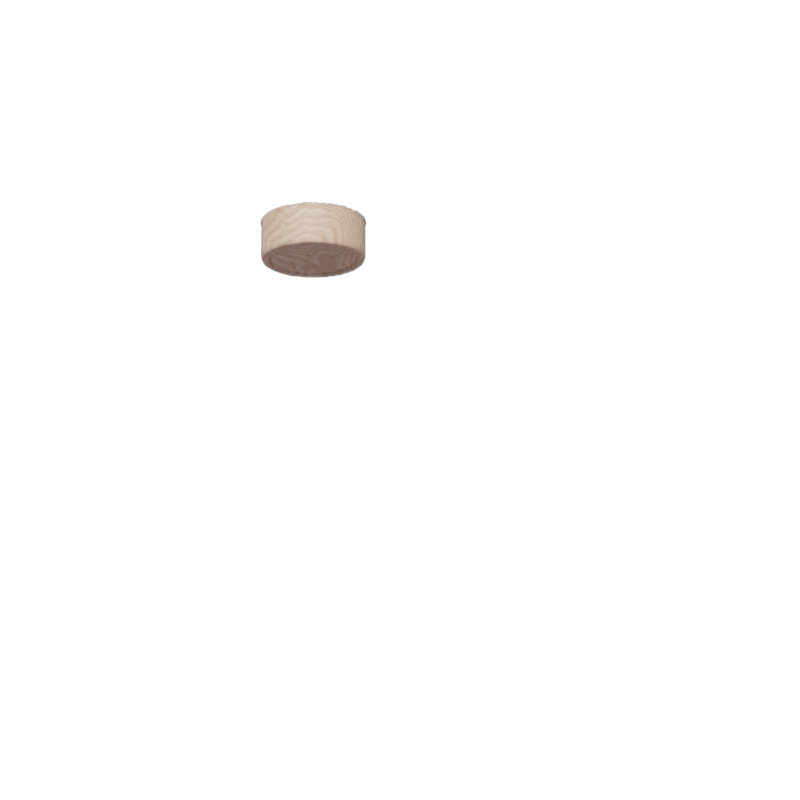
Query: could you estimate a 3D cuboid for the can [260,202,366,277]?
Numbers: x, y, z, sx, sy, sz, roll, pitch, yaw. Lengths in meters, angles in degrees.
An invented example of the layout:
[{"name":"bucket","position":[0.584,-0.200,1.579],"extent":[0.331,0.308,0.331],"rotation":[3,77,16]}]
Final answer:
[{"name":"can","position":[-0.070,-0.128,0.895],"extent":[0.086,0.035,0.082],"rotation":[0,-15,-2]}]
